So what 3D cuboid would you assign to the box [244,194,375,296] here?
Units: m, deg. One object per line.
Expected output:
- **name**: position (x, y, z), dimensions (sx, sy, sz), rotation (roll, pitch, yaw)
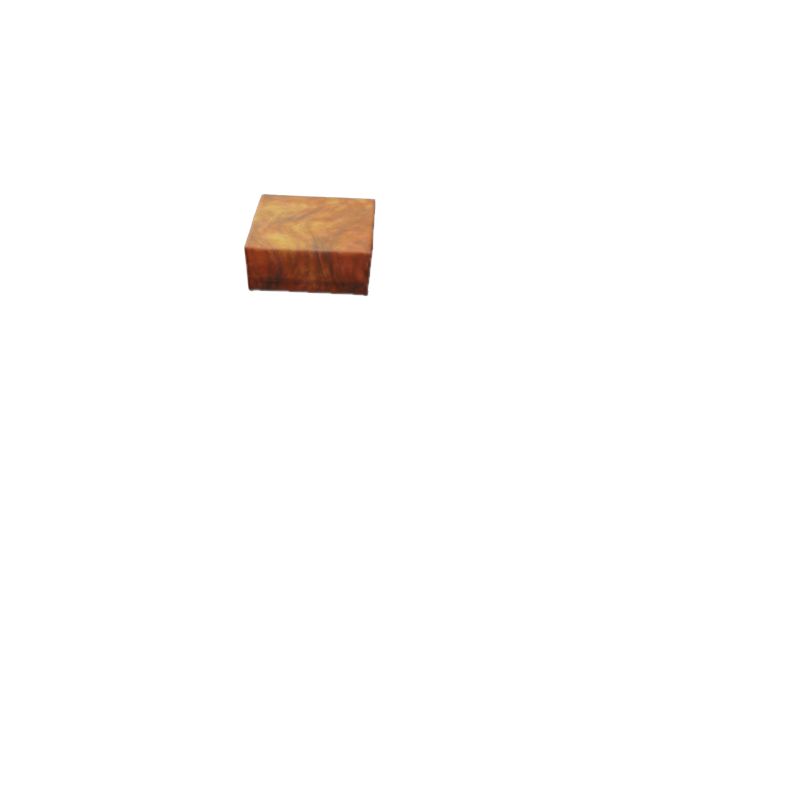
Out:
- **box**: position (-0.064, -0.117, 0.822), dimensions (0.090, 0.037, 0.120), rotation (1, 30, 1)
